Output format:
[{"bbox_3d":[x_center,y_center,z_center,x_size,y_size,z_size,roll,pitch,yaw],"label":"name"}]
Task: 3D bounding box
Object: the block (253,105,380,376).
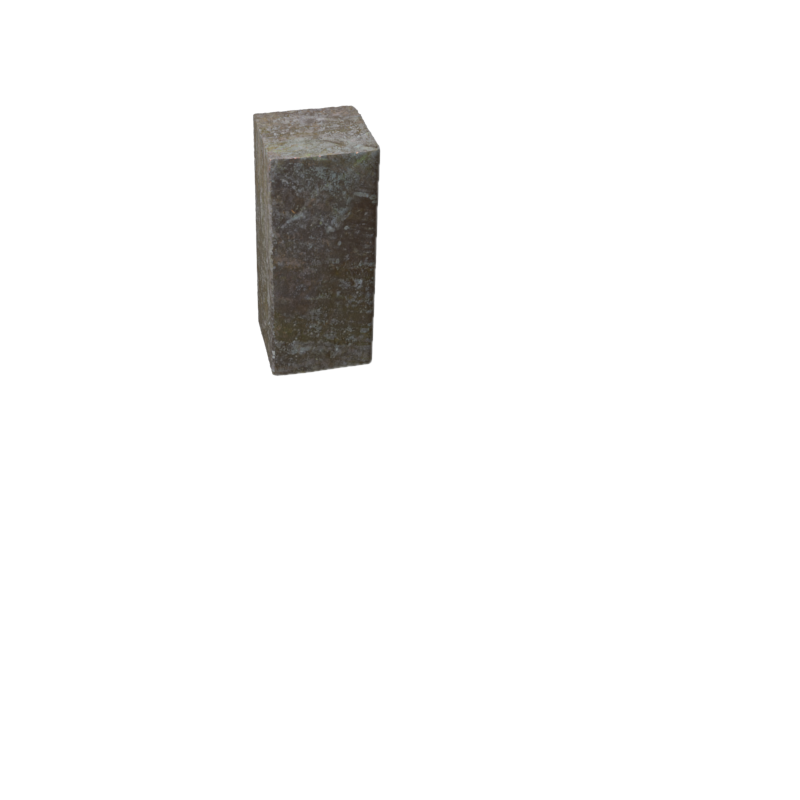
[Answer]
[{"bbox_3d":[-0.073,-0.134,0.937,0.089,0.194,0.098,-6,34,-13],"label":"block"}]
